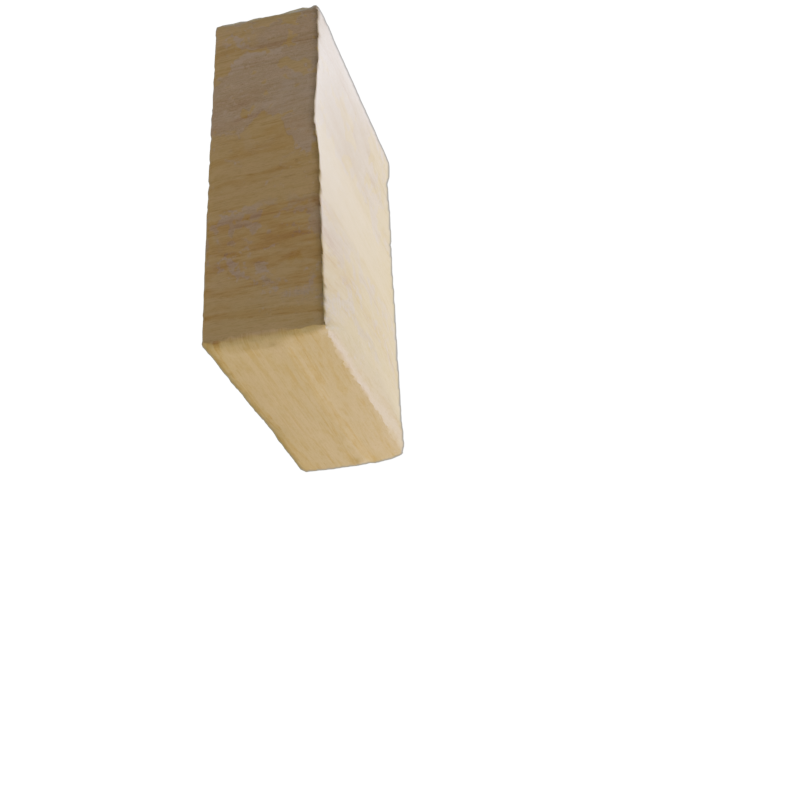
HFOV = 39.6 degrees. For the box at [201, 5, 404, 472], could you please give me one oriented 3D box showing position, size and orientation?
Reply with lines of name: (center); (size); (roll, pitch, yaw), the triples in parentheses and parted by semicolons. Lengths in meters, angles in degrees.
box: (-0.050, -0.091, 0.635); (0.073, 0.228, 0.152); (-10, -32, 12)
